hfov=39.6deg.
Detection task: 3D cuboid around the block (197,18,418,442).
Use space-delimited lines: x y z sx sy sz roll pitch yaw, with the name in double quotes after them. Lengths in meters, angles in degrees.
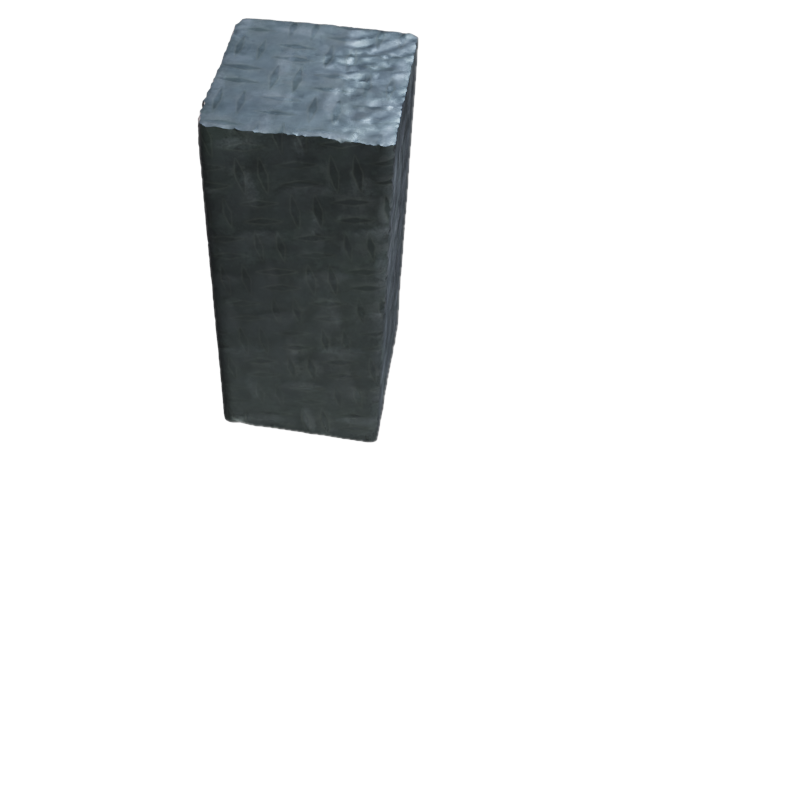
-0.045 -0.082 0.572 0.091 0.096 0.192 8 -42 3 "block"
